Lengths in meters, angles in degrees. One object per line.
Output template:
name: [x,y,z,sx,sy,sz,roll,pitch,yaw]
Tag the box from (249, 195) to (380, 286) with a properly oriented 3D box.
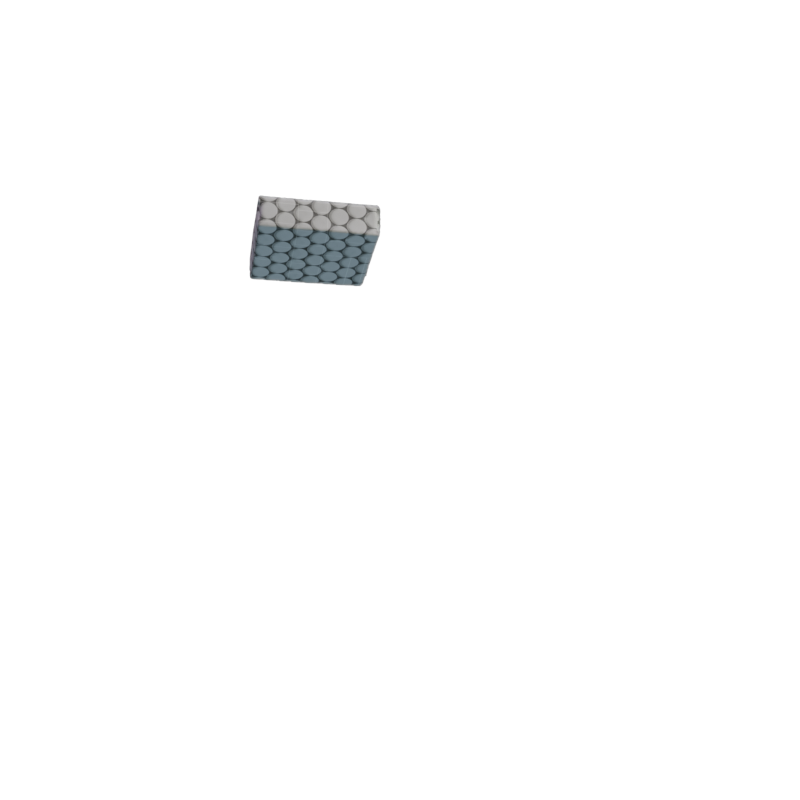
box: [-0.064,-0.116,0.814,0.088,0.032,0.069,4,-28,-8]
